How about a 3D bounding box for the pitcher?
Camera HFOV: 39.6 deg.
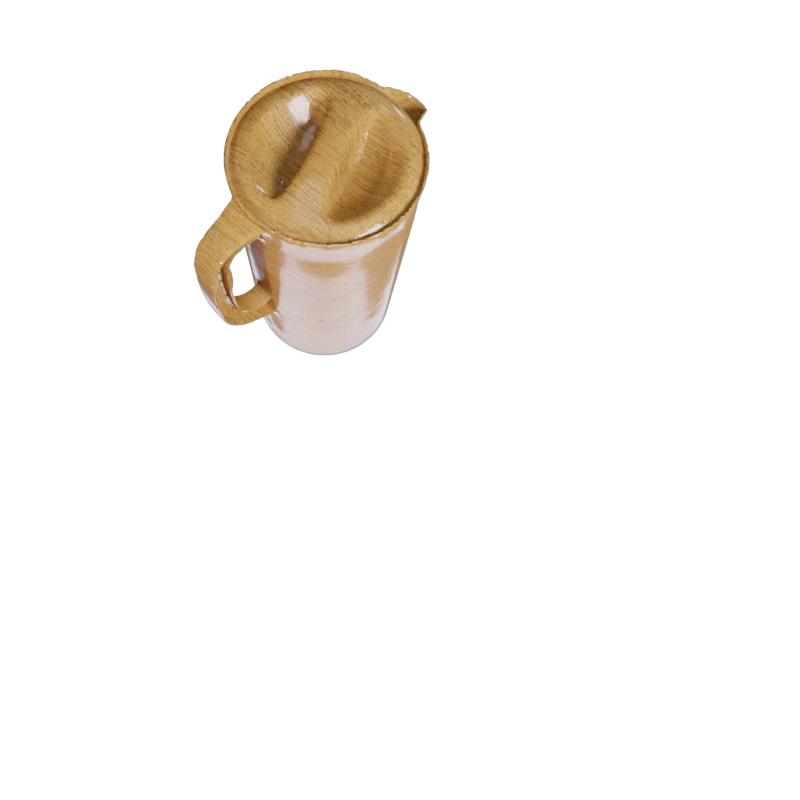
[{"bbox_3d":[-0.064,-0.116,0.814,0.149,0.153,0.231,4,-22,-2],"label":"pitcher"}]
